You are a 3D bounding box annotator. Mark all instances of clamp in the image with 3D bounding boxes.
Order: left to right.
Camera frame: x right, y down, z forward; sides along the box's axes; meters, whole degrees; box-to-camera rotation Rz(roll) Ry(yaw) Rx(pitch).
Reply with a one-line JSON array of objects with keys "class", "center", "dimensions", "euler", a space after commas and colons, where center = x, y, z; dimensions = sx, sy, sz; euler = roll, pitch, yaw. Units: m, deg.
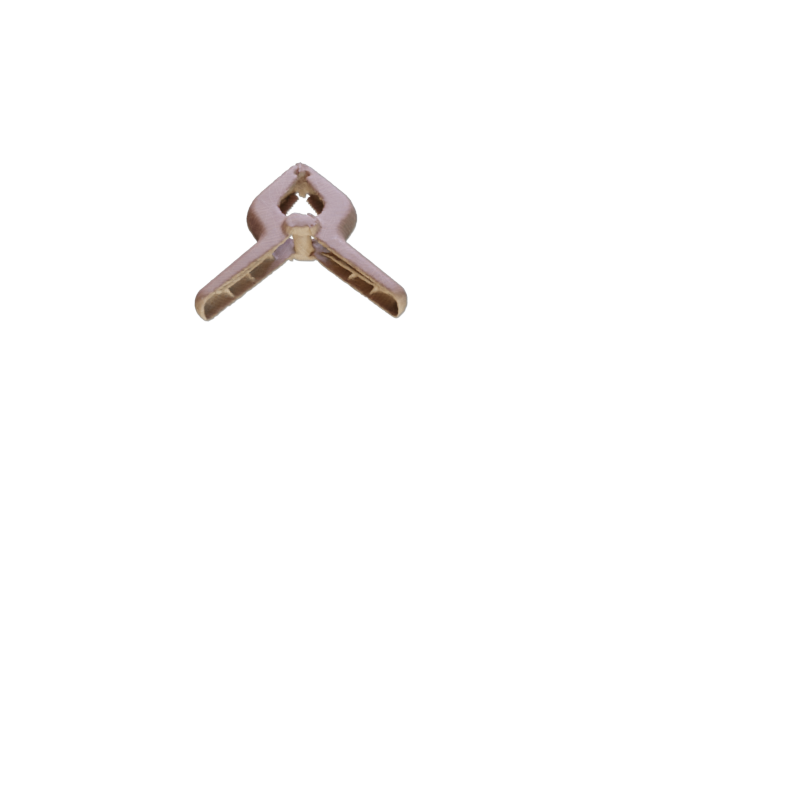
[{"class": "clamp", "center": [-0.073, -0.133, 0.929], "dimensions": [0.165, 0.034, 0.223], "euler": [3, 40, 3]}]
